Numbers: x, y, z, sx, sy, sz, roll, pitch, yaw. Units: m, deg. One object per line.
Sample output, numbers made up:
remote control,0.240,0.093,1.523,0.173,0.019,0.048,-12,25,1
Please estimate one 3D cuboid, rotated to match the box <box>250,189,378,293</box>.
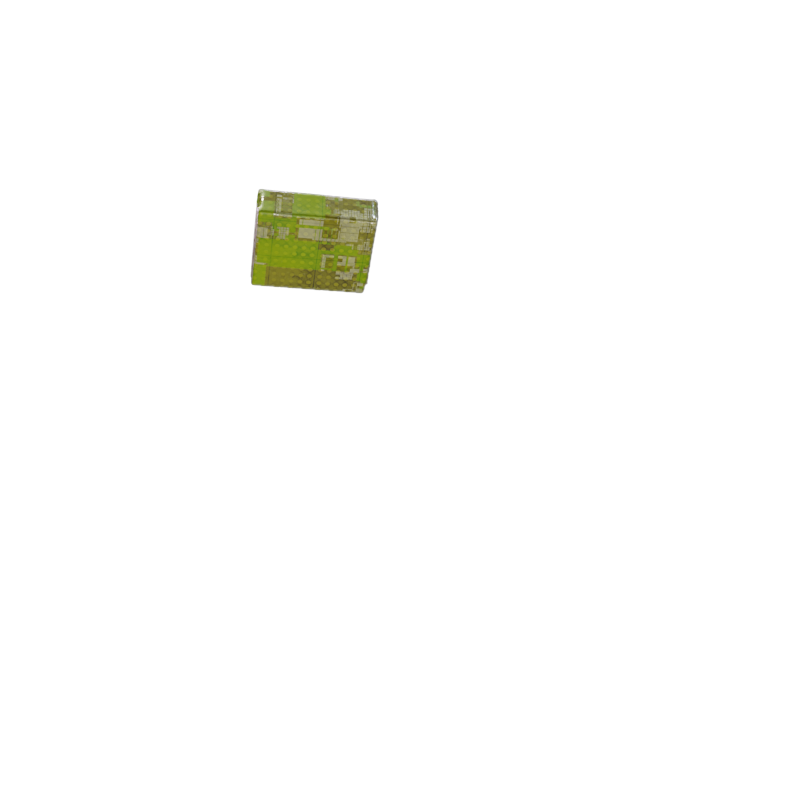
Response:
box,-0.064,-0.118,0.825,0.089,0.068,0.032,4,45,-5
